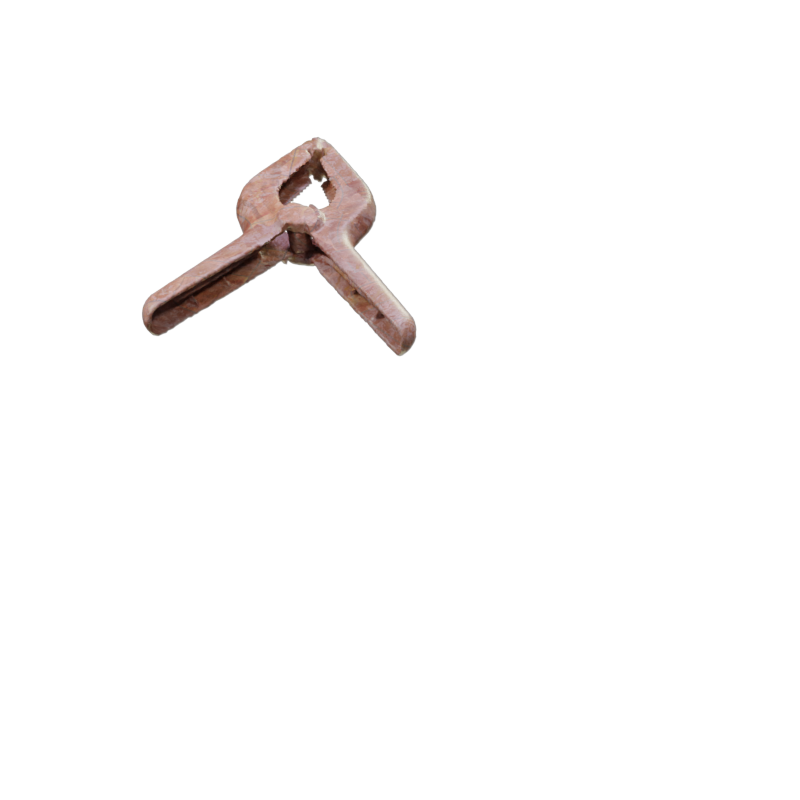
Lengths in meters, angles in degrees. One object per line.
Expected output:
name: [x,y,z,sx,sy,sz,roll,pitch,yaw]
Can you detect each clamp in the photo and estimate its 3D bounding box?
clamp: [-0.057,-0.104,0.726,0.167,0.034,0.221,9,43,9]
